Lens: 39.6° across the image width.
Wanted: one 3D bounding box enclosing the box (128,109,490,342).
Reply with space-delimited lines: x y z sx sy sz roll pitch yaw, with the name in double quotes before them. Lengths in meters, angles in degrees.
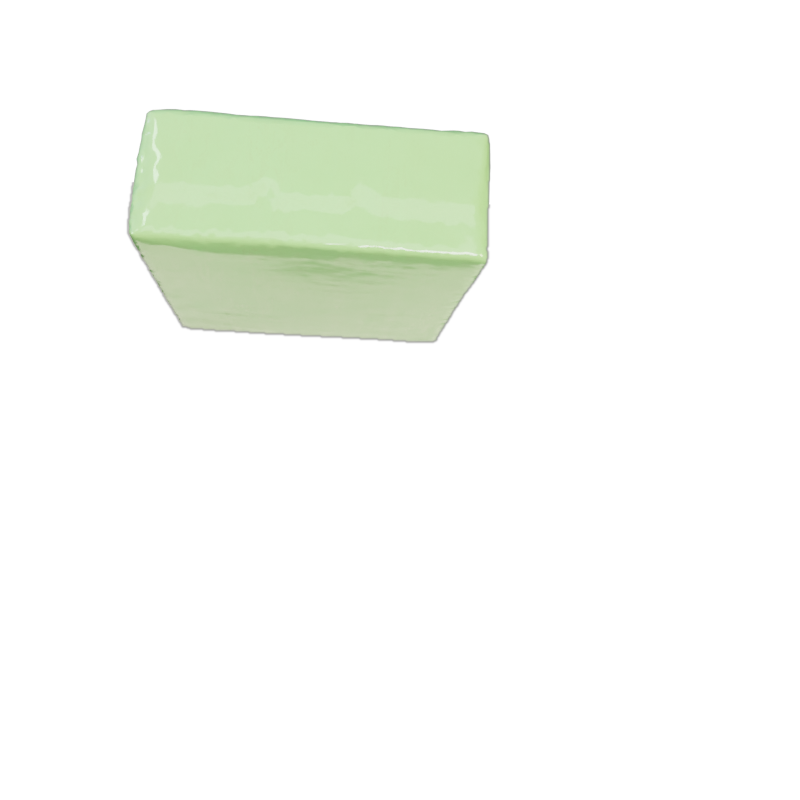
"box" -0.047 -0.086 0.604 0.164 0.074 0.208 4 -9 -2
